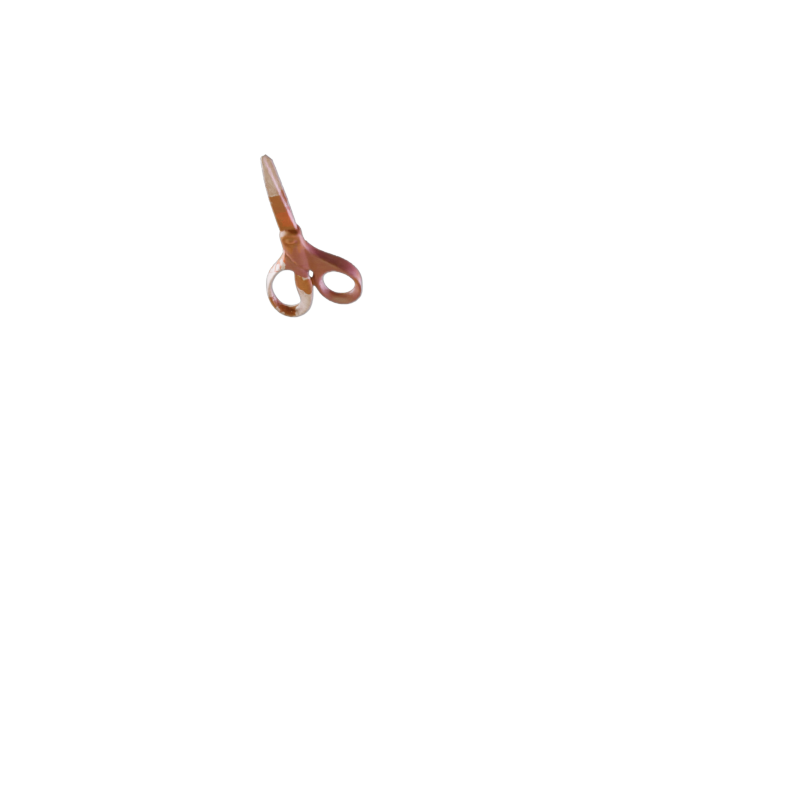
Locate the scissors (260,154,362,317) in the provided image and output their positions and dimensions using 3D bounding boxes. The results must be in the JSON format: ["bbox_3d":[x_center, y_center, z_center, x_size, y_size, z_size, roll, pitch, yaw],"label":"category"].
[{"bbox_3d":[-0.074,-0.136,0.951,0.096,0.017,0.189,4,-36,-5],"label":"scissors"}]
